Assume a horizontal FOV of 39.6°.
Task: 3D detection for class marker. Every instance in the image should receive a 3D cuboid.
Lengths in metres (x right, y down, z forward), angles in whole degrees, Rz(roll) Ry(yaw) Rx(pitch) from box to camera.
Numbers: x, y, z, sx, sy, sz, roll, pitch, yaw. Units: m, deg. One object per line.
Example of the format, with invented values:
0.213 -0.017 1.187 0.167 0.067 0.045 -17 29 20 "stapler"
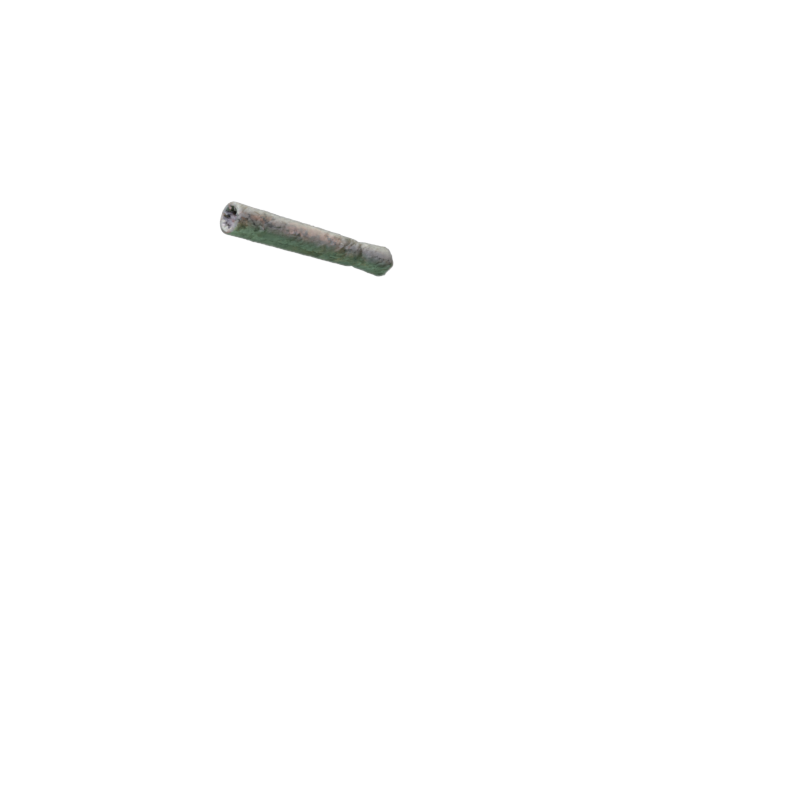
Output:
-0.051 -0.092 0.646 0.115 0.020 0.021 11 -4 -39 "marker"
